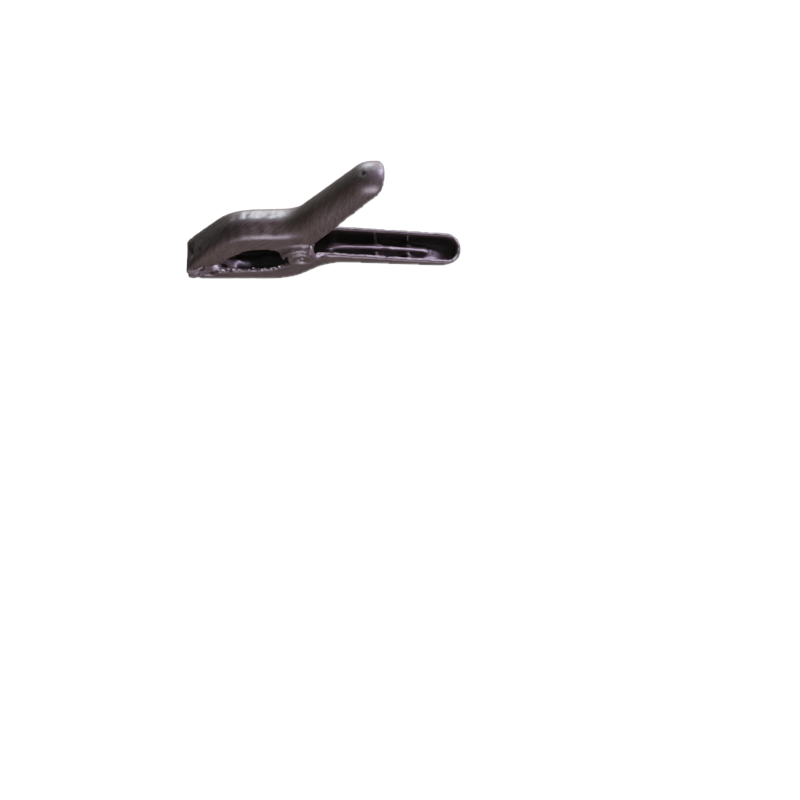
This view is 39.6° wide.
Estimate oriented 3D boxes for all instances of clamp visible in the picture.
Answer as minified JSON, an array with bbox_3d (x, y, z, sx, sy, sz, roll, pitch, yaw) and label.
[{"bbox_3d":[-0.067,-0.121,0.851,0.214,0.038,0.154,-10,-19,30],"label":"clamp"}]
